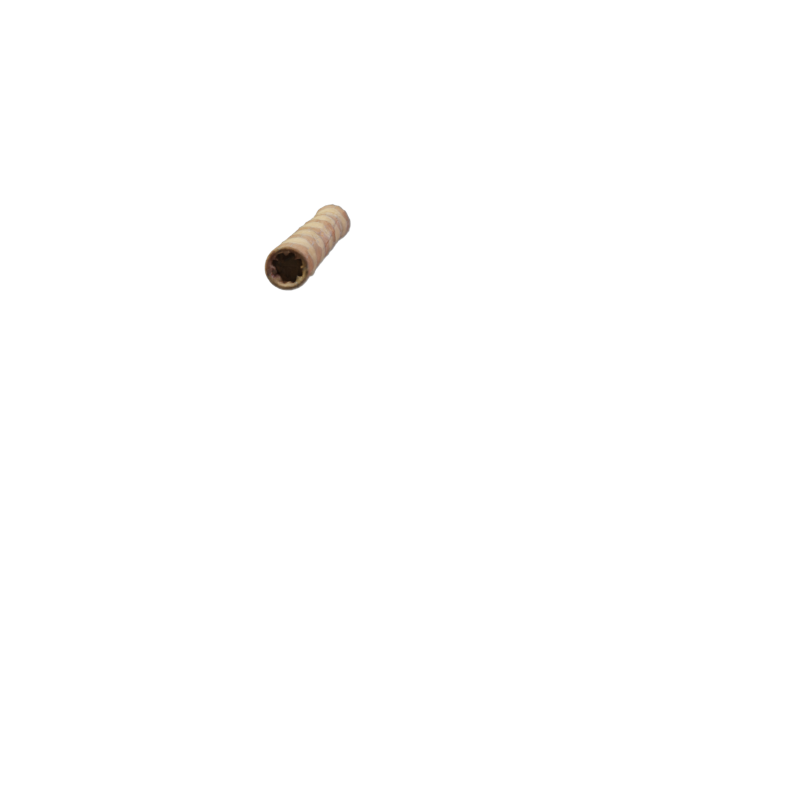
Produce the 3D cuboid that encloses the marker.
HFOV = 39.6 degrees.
[{"bbox_3d":[-0.039,-0.072,0.504,0.020,0.019,0.124,0,18,6],"label":"marker"}]
